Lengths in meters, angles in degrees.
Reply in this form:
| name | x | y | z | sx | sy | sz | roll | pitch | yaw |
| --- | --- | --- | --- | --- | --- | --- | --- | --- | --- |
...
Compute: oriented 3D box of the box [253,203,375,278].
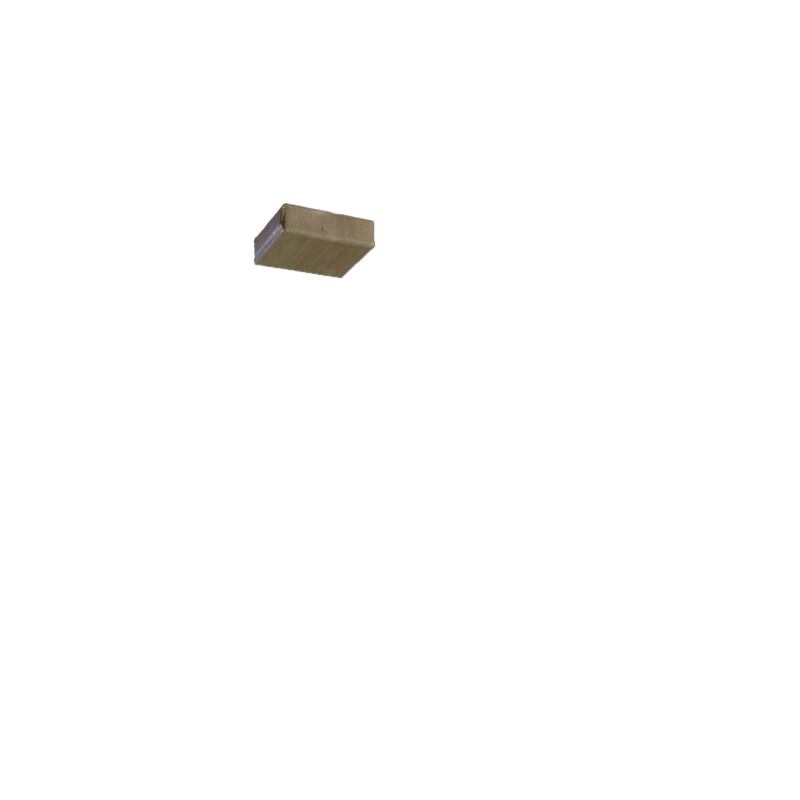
| name | x | y | z | sx | sy | sz | roll | pitch | yaw |
| --- | --- | --- | --- | --- | --- | --- | --- | --- | --- |
| box | -0.077 | -0.140 | 0.983 | 0.086 | 0.032 | 0.072 | 9 | -22 | -22 |
